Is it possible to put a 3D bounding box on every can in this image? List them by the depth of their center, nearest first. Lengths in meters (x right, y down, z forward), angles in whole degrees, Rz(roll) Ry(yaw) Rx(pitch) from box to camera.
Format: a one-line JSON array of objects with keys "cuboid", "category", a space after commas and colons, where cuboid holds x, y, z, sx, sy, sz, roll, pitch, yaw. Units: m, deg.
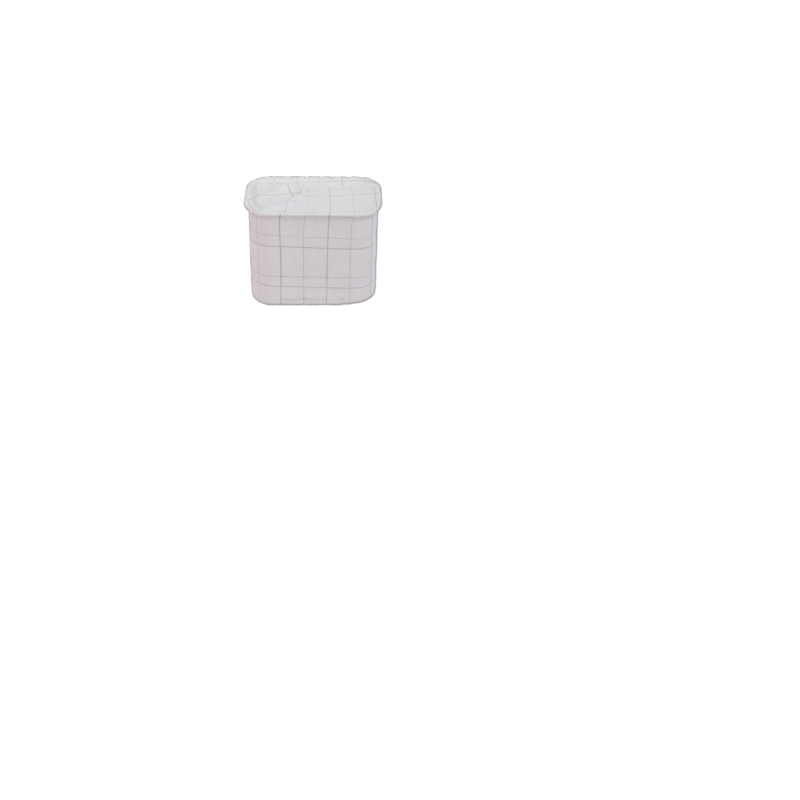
[{"cuboid": [-0.066, -0.120, 0.841, 0.102, 0.078, 0.061, 1, 35, -1], "category": "can"}]
